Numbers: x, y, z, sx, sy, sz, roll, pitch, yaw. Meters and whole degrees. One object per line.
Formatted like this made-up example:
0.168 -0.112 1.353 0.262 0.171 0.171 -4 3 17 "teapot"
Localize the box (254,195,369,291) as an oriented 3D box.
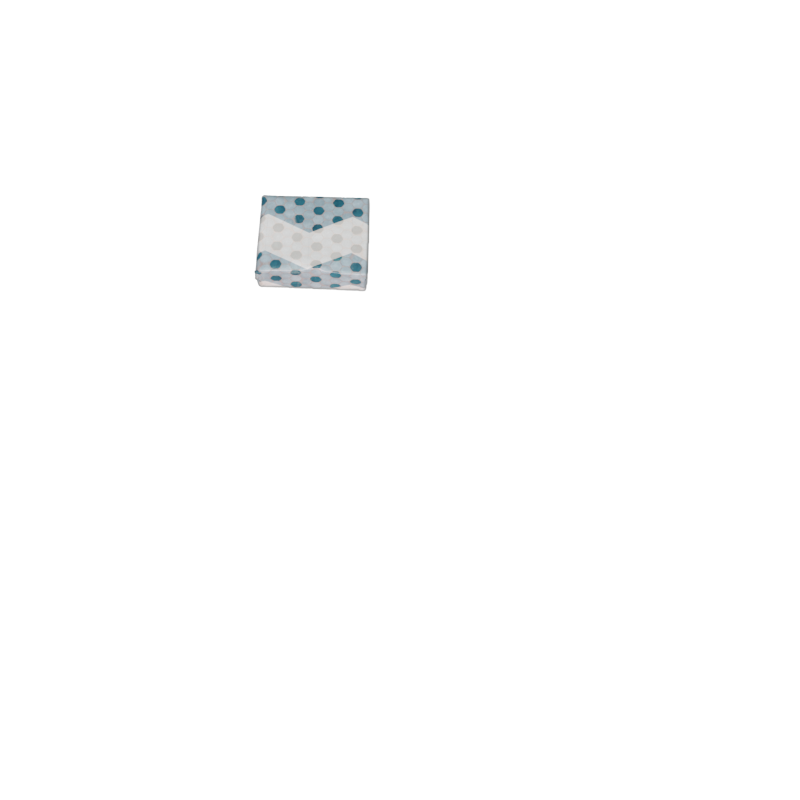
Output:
-0.070 -0.127 0.891 0.089 0.078 0.028 2 -29 1 "box"
